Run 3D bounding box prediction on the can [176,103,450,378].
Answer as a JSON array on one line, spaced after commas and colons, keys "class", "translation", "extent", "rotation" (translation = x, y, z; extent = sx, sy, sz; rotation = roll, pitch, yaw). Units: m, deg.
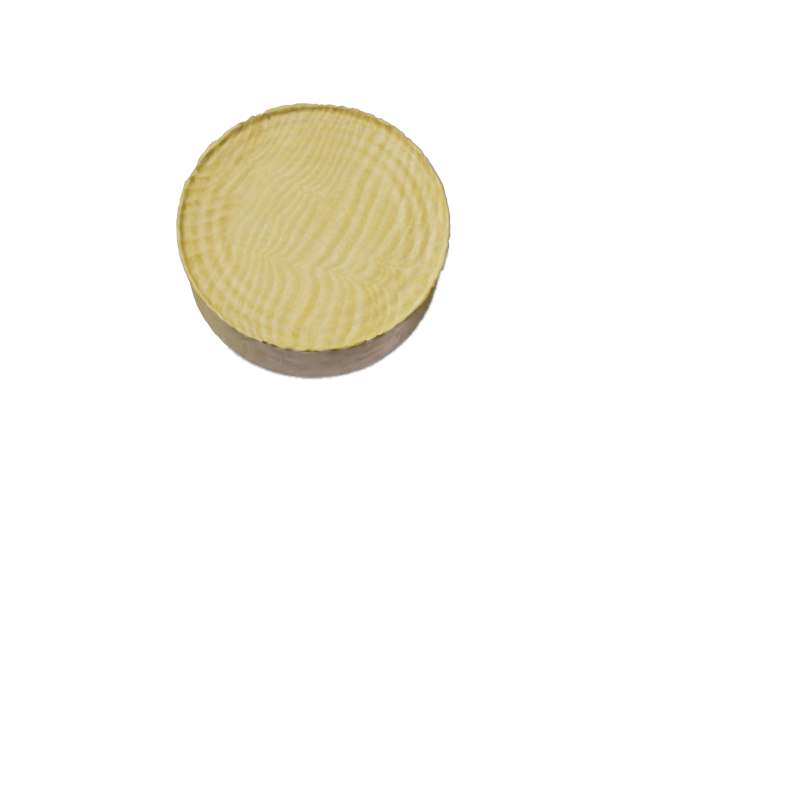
[{"class": "can", "translation": [-0.028, -0.051, 0.360], "extent": [0.086, 0.090, 0.032], "rotation": [-1, -22, -1]}]
